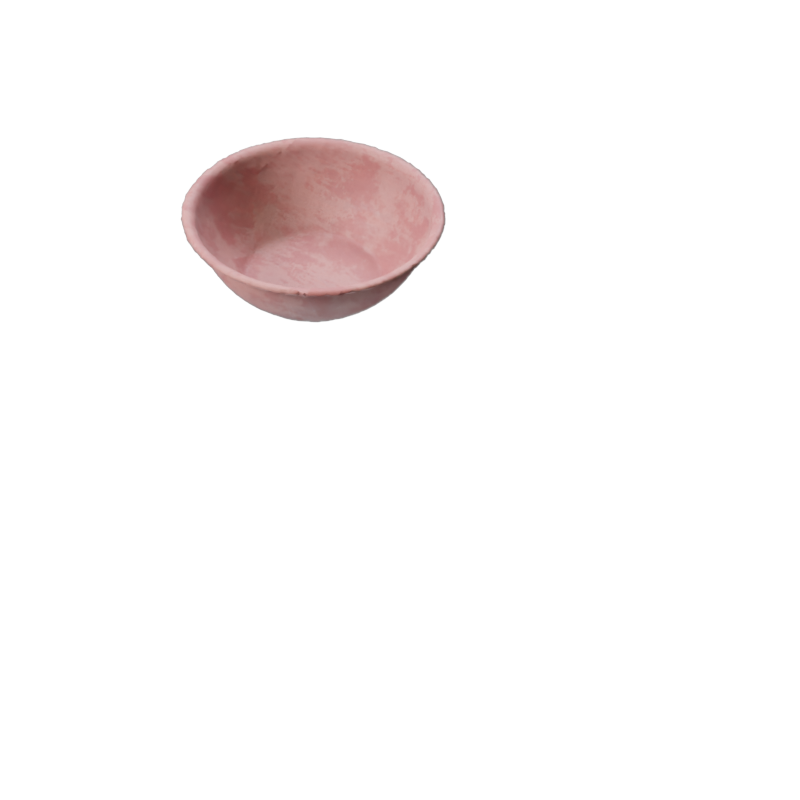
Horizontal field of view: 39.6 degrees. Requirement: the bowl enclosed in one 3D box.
[{"bbox_3d":[-0.054,-0.099,0.694,0.162,0.051,0.174,-1,42,-2],"label":"bowl"}]
